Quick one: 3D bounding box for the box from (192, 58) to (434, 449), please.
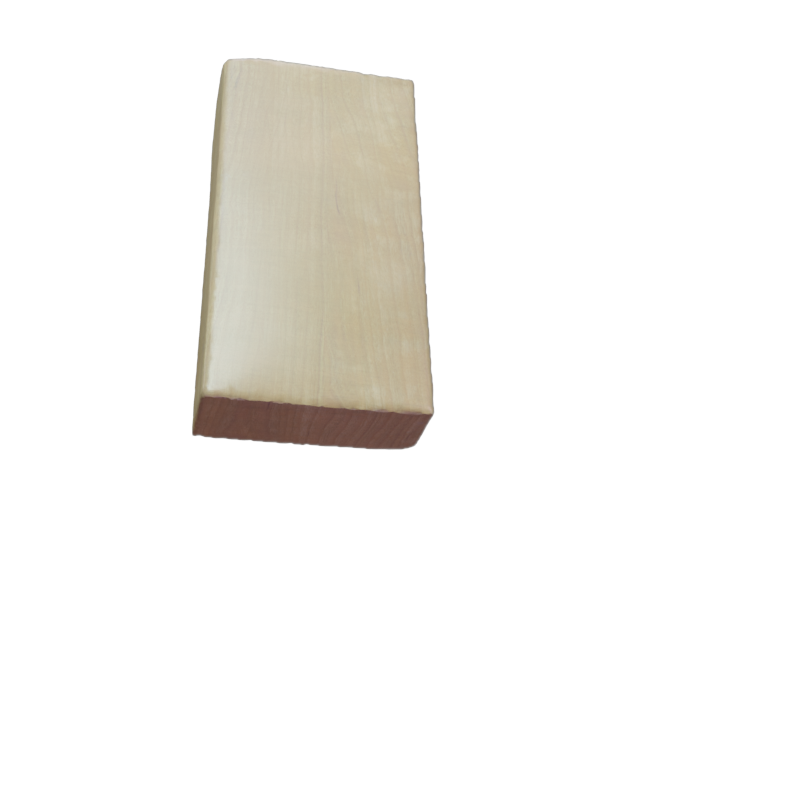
[{"bbox_3d":[-0.038,-0.069,0.482,0.092,0.188,0.046,4,-31,-11],"label":"box"}]
